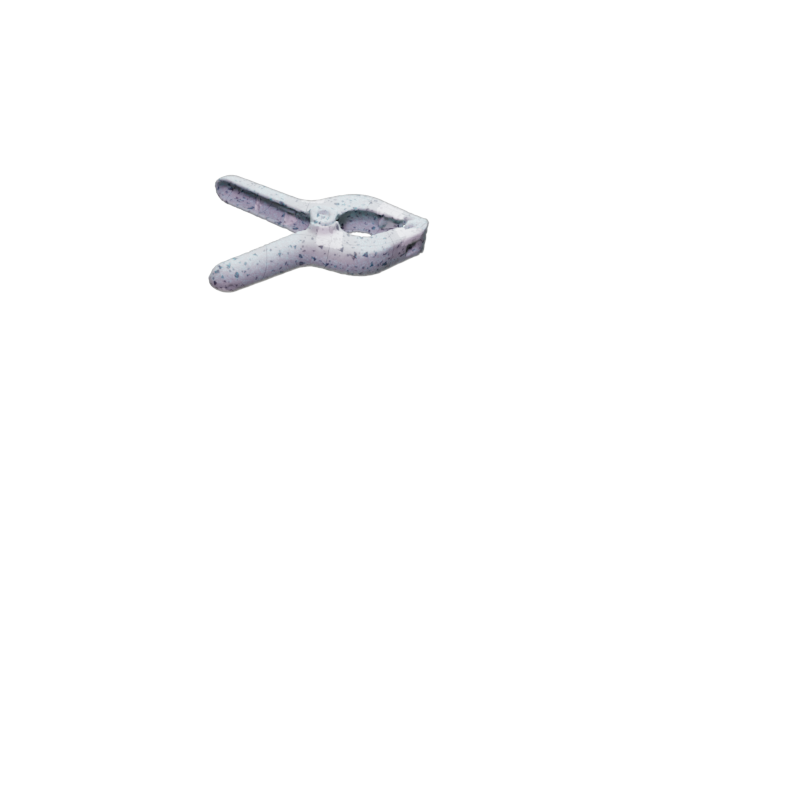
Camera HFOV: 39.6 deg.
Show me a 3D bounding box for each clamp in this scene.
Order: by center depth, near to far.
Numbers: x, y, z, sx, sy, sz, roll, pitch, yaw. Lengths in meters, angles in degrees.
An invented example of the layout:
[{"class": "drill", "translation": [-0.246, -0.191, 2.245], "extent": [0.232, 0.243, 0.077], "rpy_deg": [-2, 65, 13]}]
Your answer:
[{"class": "clamp", "translation": [-0.066, -0.120, 0.841], "extent": [0.173, 0.128, 0.036], "rpy_deg": [5, -39, 4]}]
